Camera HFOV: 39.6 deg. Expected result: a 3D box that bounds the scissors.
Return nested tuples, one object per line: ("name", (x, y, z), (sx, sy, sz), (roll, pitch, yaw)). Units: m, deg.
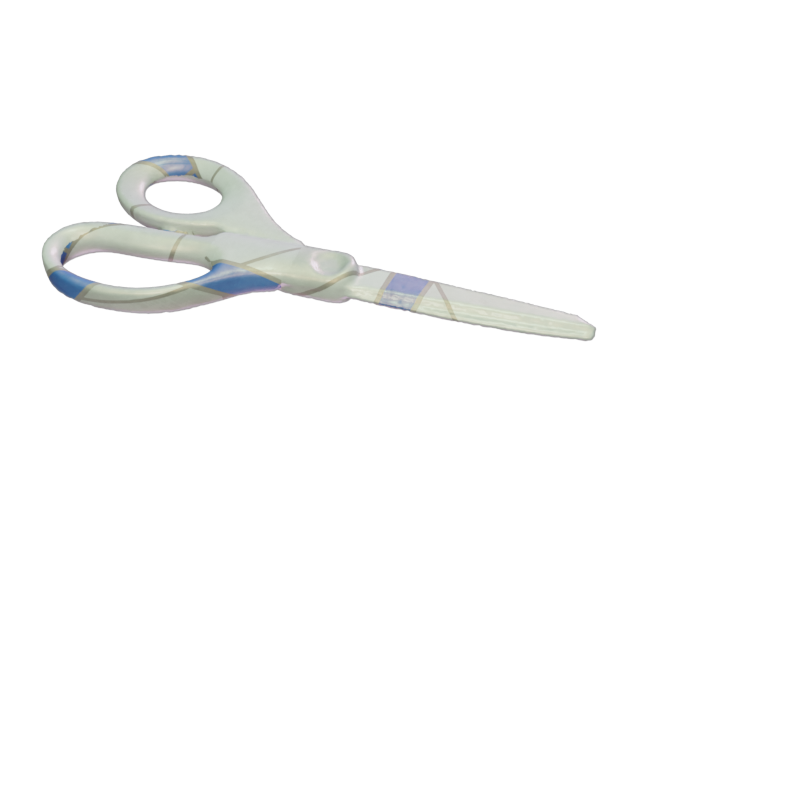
("scissors", (-0.033, -0.061, 0.426), (0.202, 0.015, 0.103), (2, 44, 2))
